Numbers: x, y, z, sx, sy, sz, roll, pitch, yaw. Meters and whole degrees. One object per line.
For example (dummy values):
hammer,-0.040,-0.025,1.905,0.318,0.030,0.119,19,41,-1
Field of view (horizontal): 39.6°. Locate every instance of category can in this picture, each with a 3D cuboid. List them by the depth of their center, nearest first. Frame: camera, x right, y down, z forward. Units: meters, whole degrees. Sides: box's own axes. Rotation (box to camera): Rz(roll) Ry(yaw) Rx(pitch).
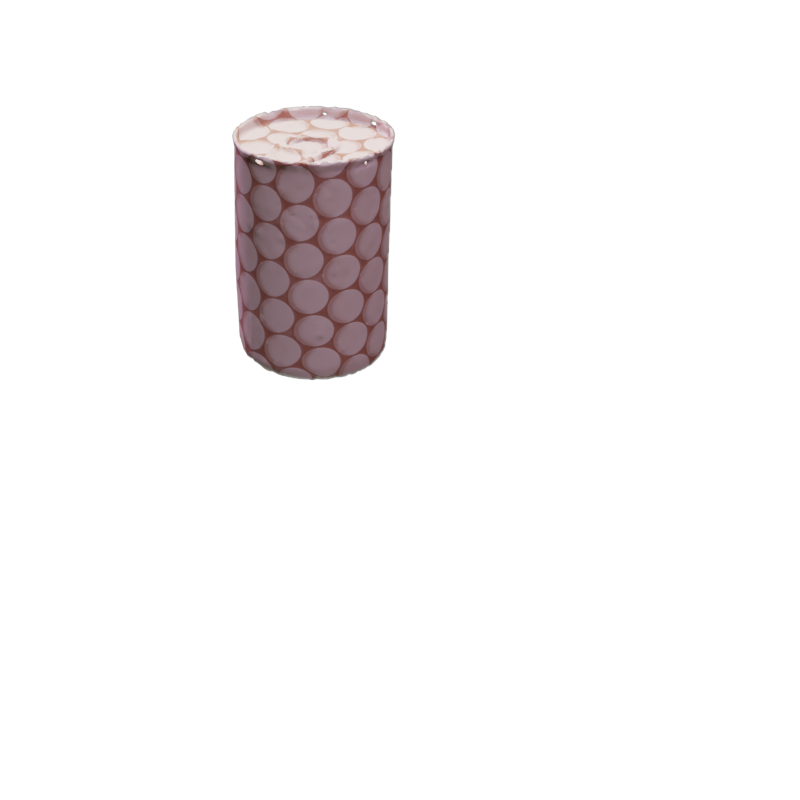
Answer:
can,-0.038,-0.069,0.484,0.068,0.096,0.073,0,29,-2
